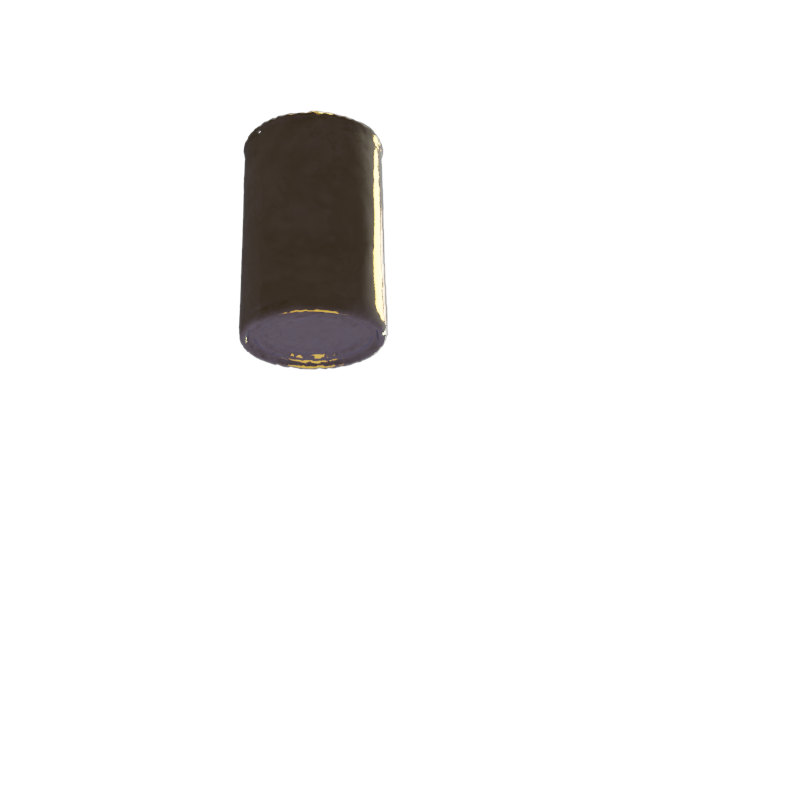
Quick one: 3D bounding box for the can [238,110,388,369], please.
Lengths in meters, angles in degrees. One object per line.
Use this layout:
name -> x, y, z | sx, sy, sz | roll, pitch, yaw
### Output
can -> -0.040, -0.074, 0.517 | 0.068, 0.108, 0.065 | 0, -26, -2
